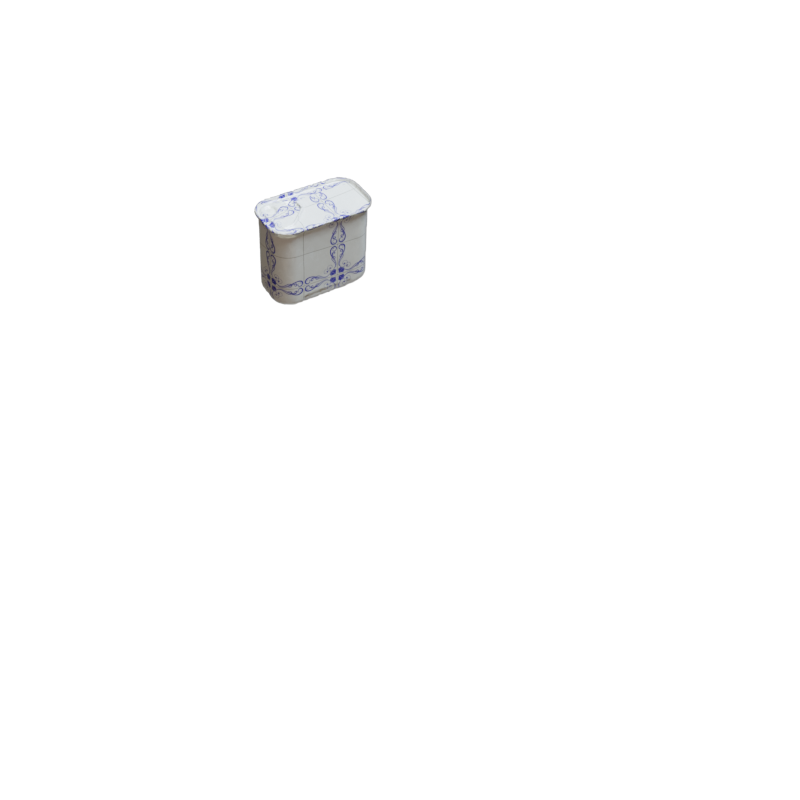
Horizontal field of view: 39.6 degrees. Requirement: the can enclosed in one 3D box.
[{"bbox_3d":[-0.078,-0.143,1.000,0.101,0.078,0.062,-21,46,-24],"label":"can"}]
